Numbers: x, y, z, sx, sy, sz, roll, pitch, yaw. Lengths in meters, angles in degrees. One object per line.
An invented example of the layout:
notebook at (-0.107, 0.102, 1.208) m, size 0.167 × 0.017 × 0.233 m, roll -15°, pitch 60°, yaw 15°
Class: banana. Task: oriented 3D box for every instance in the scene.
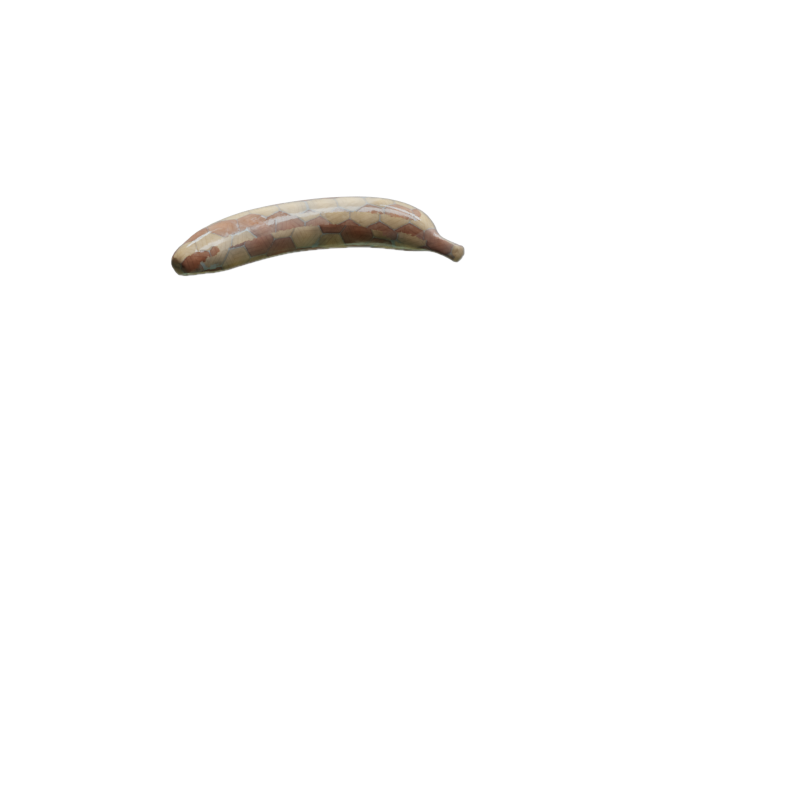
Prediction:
banana at (-0.059, -0.114, 0.753) m, size 0.195 × 0.035 × 0.074 m, roll -6°, pitch 25°, yaw -13°
